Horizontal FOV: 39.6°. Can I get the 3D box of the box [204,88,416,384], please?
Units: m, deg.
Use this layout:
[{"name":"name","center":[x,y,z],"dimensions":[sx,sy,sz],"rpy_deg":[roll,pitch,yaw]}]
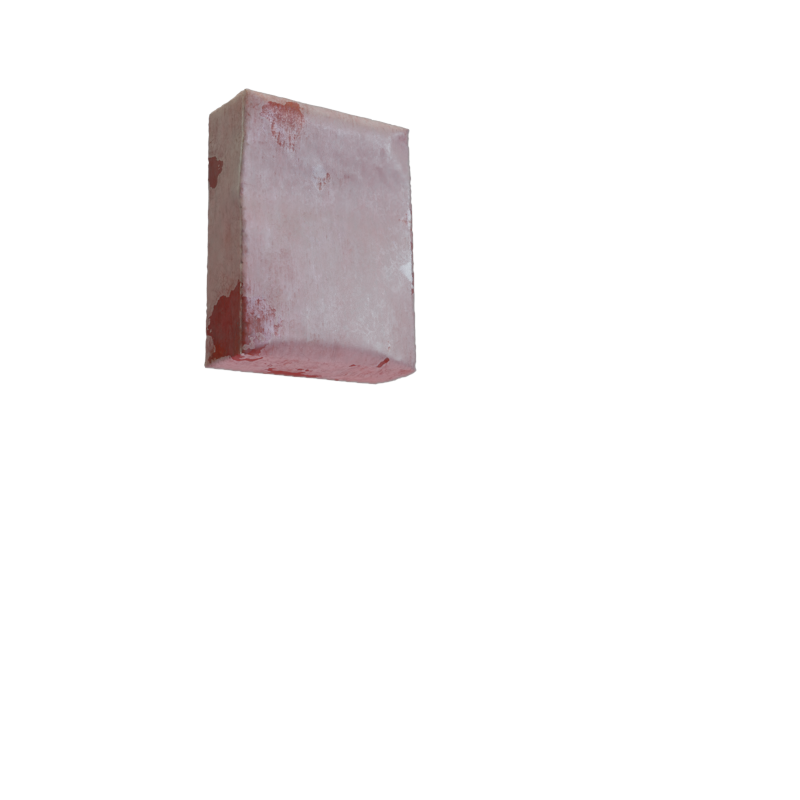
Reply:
[{"name":"box","center":[-0.070,-0.127,0.892],"dimensions":[0.157,0.222,0.072],"rpy_deg":[8,-17,-32]}]
